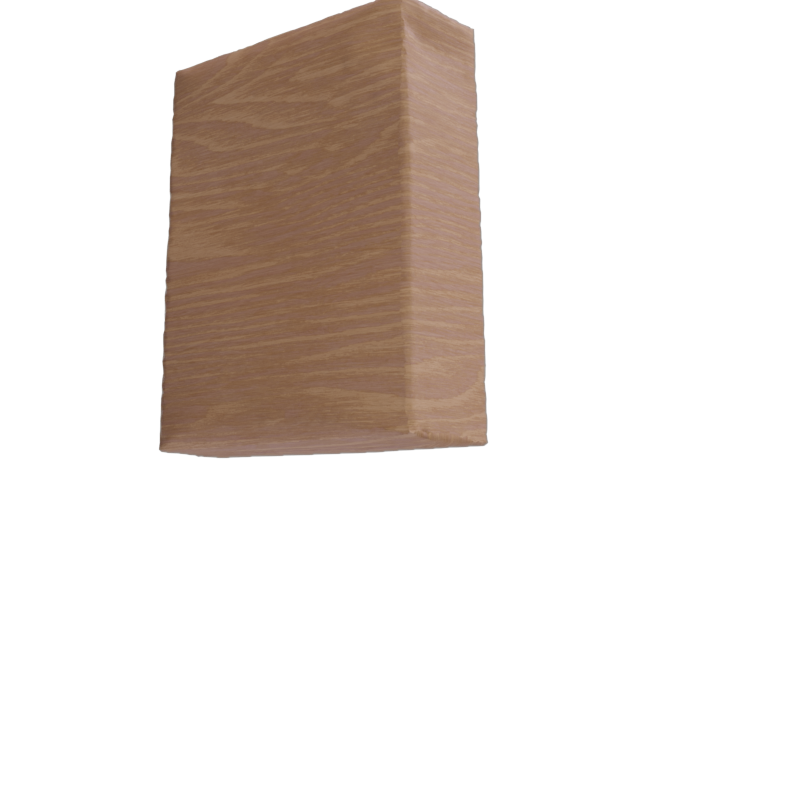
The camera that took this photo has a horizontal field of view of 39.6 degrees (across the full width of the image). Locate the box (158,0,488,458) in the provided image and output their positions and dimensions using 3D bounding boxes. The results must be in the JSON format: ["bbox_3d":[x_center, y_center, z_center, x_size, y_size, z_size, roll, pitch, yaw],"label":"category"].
[{"bbox_3d":[-0.045,-0.081,0.569,0.168,0.220,0.068,-8,-14,37],"label":"box"}]
